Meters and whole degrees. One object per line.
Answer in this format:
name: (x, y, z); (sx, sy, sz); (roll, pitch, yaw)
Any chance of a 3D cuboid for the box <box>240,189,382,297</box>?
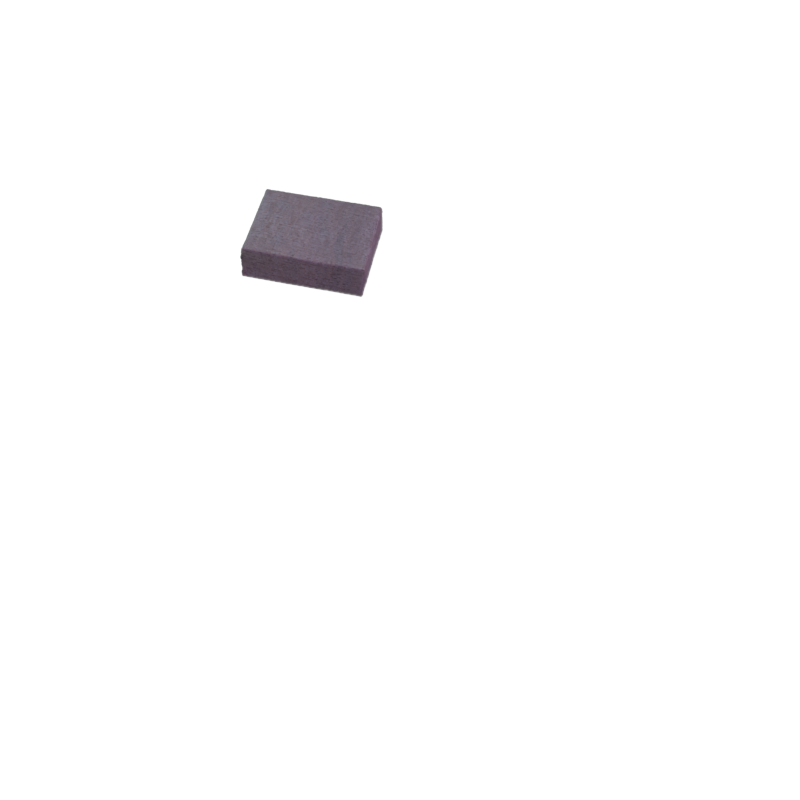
box: (-0.078, -0.142, 0.997); (0.115, 0.036, 0.095); (8, 44, 8)
